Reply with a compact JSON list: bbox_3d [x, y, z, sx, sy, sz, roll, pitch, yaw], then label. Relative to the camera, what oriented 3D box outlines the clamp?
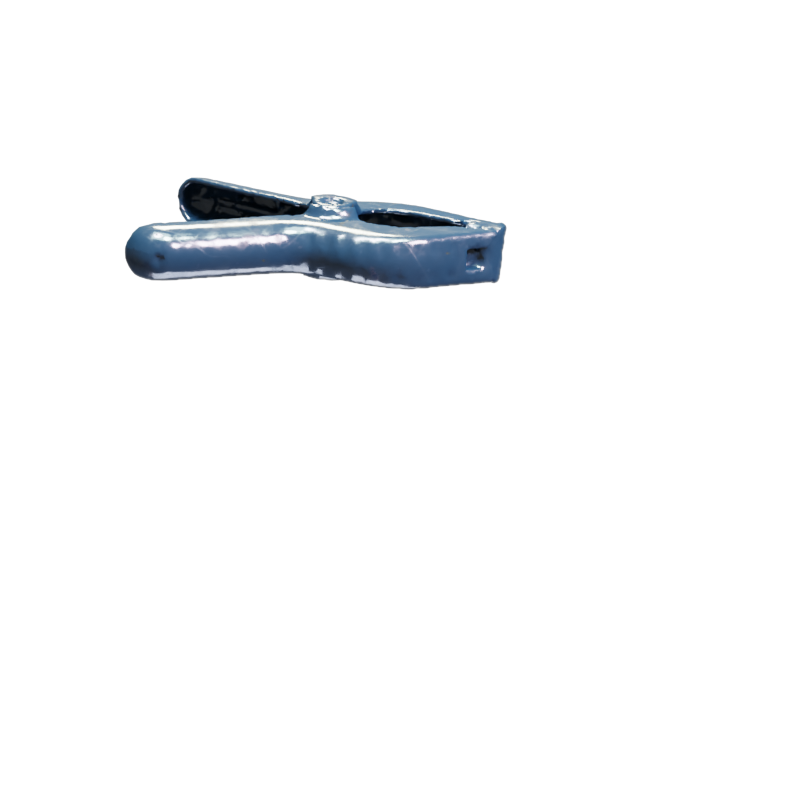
[{"bbox_3d":[-0.040,-0.073,0.512,0.175,0.037,0.124,6,28,12],"label":"clamp"}]
